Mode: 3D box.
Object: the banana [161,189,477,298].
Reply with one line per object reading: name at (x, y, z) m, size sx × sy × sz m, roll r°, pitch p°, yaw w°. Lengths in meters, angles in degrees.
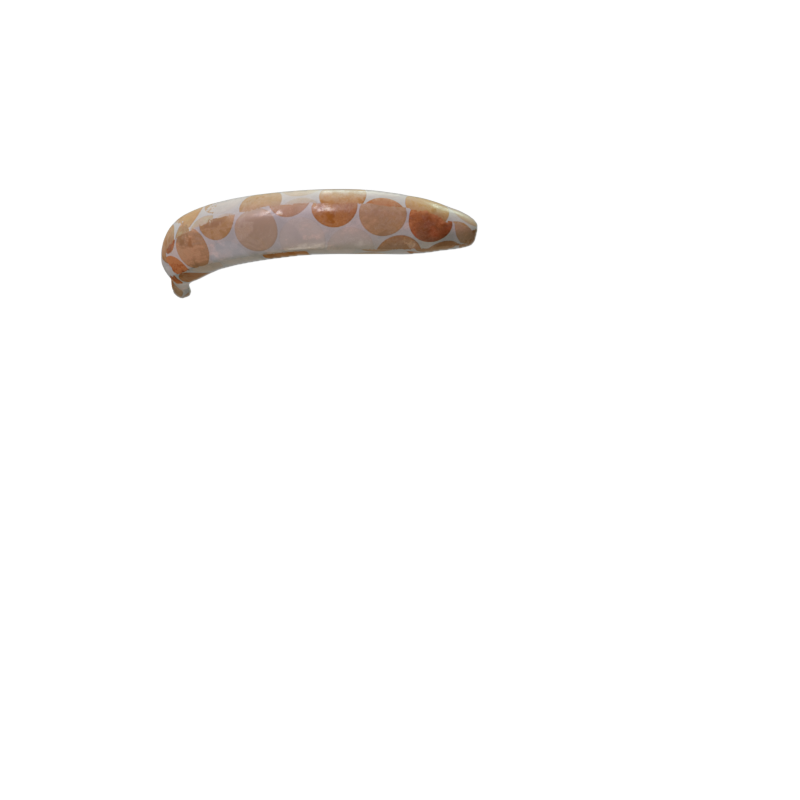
banana at (-0.060, -0.092, 0.613) m, size 0.202 × 0.038 × 0.066 m, roll -5°, pitch -12°, yaw 26°
